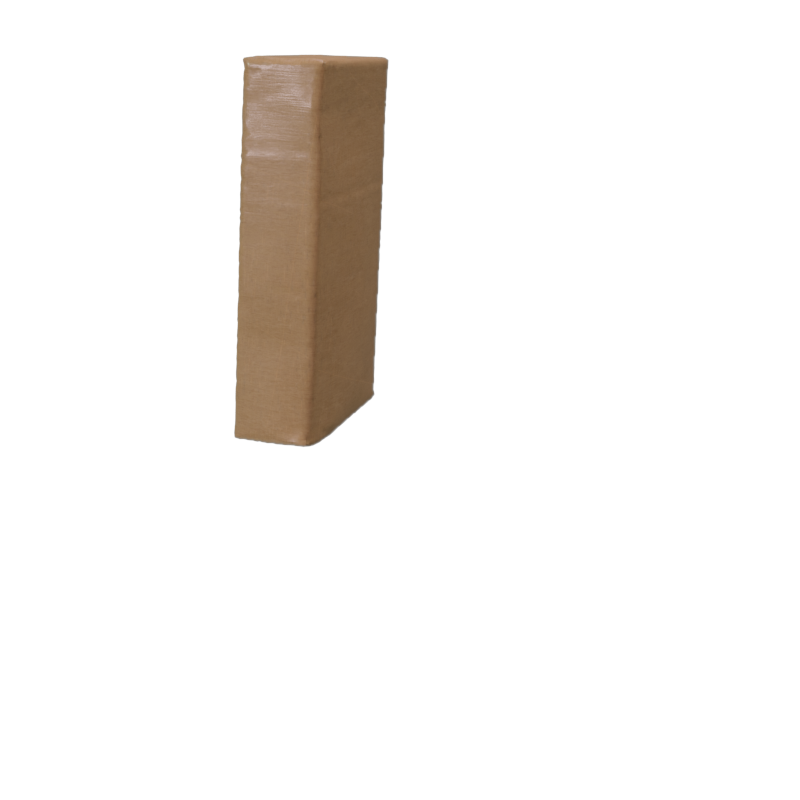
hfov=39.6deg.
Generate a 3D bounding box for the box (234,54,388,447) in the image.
[{"bbox_3d":[-0.042,-0.076,0.530,0.049,0.172,0.093,4,12,18],"label":"box"}]
